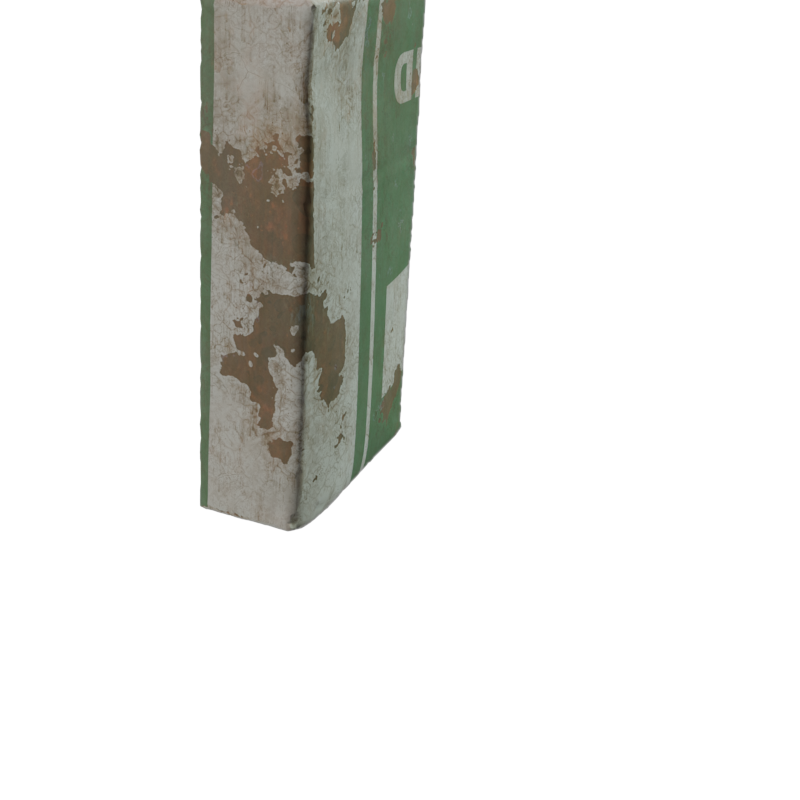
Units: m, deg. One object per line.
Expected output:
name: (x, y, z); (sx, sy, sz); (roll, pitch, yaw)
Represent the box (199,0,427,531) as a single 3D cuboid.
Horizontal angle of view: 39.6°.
box: (-0.030, -0.055, 0.384); (0.050, 0.169, 0.094); (9, 20, 22)
